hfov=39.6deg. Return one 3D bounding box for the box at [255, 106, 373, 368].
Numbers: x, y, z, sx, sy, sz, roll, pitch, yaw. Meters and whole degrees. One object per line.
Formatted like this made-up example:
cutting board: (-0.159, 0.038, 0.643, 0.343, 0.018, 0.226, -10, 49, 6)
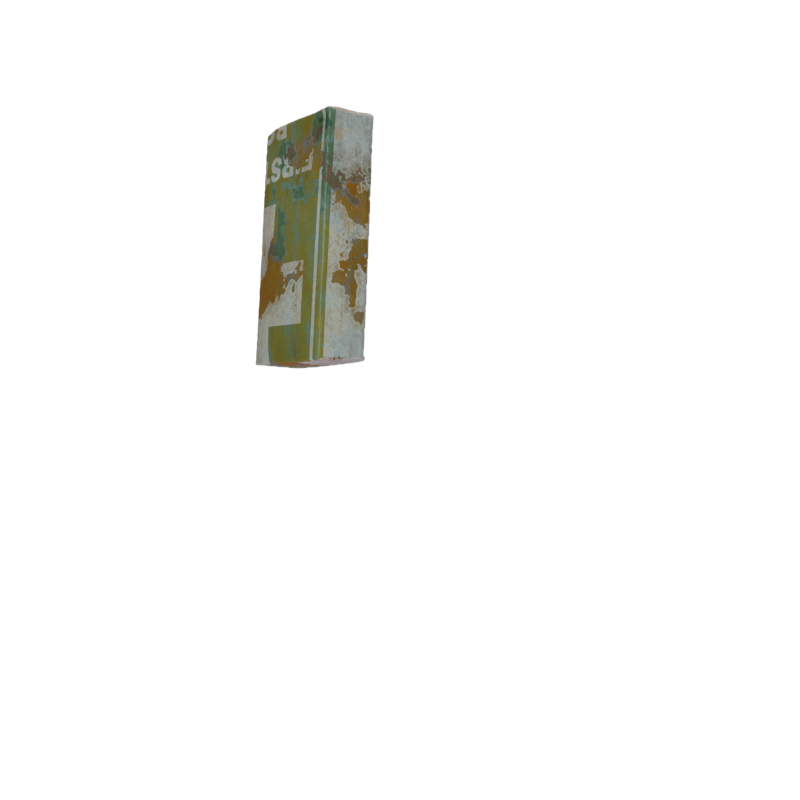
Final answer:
box: (-0.062, -0.113, 0.792, 0.046, 0.180, 0.095, 5, -9, -33)
